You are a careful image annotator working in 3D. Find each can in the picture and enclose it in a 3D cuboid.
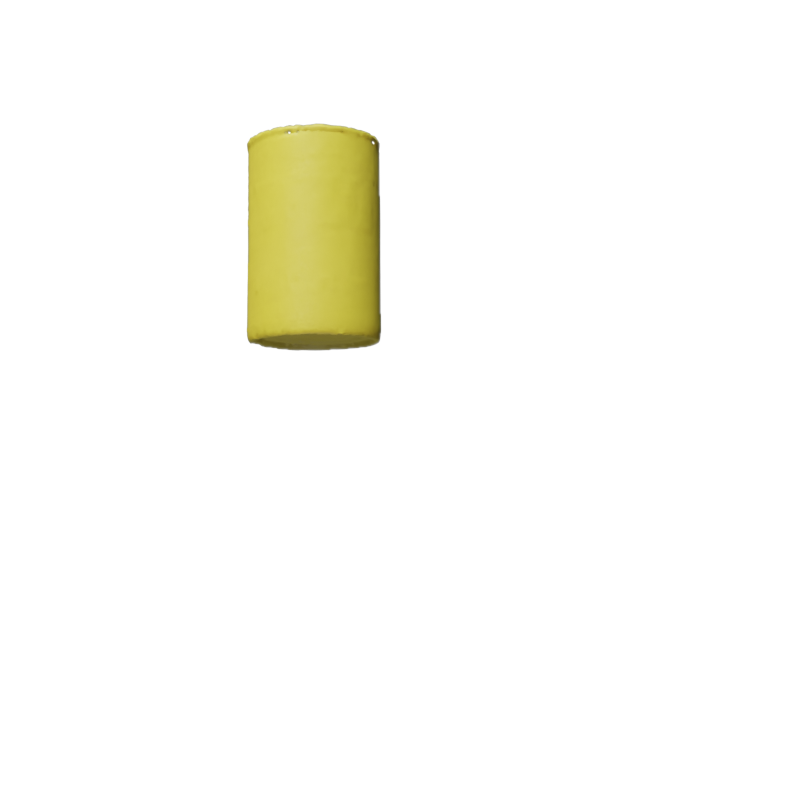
[{"bbox_3d":[-0.043,-0.079,0.555,0.068,0.105,0.067,0,-10,-2],"label":"can"}]
